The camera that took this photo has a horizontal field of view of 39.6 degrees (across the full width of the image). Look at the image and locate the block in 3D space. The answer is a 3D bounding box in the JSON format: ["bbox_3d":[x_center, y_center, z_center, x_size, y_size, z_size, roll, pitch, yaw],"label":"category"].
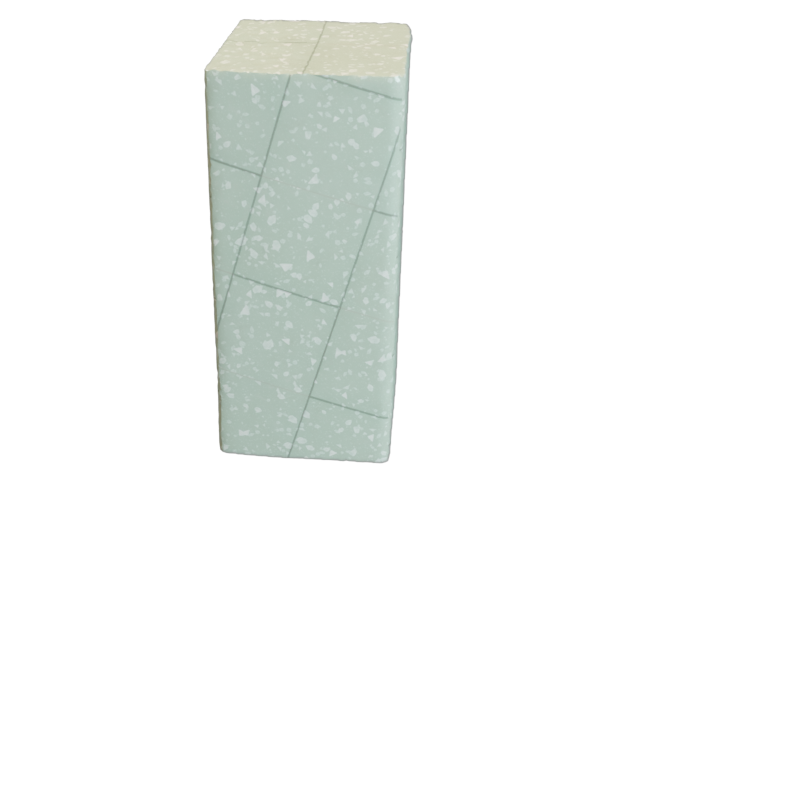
[{"bbox_3d":[-0.044,-0.080,0.564,0.091,0.195,0.095,4,28,3],"label":"block"}]
